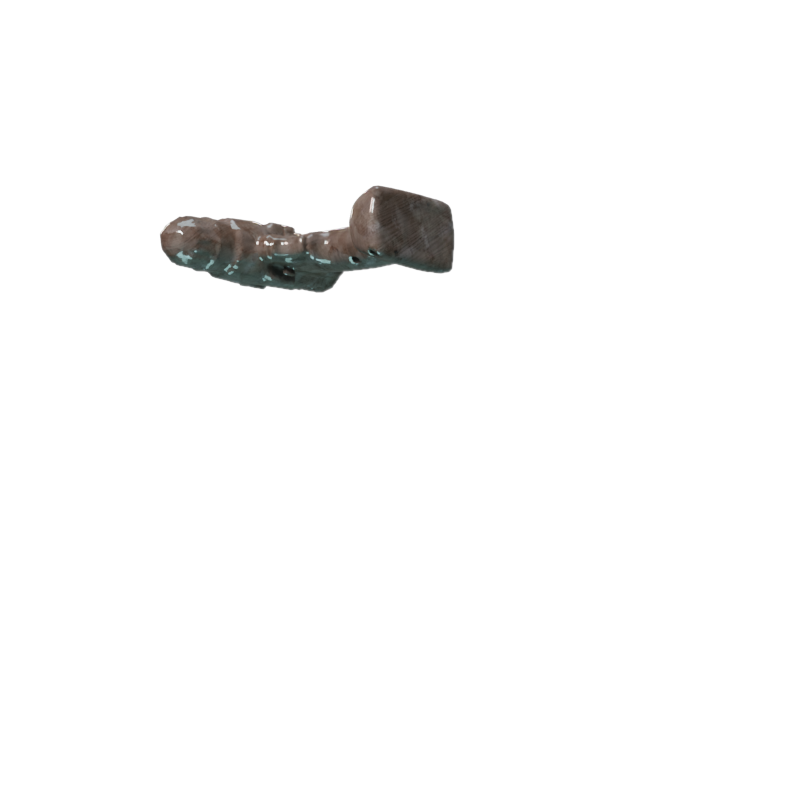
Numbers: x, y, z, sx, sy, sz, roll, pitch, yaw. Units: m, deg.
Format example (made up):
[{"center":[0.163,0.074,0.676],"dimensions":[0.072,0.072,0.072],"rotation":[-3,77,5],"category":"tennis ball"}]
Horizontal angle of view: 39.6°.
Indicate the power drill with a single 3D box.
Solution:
[{"center":[-0.068,-0.124,0.866],"dimensions":[0.194,0.058,0.176],"rotation":[-2,-3,41],"category":"power drill"}]
